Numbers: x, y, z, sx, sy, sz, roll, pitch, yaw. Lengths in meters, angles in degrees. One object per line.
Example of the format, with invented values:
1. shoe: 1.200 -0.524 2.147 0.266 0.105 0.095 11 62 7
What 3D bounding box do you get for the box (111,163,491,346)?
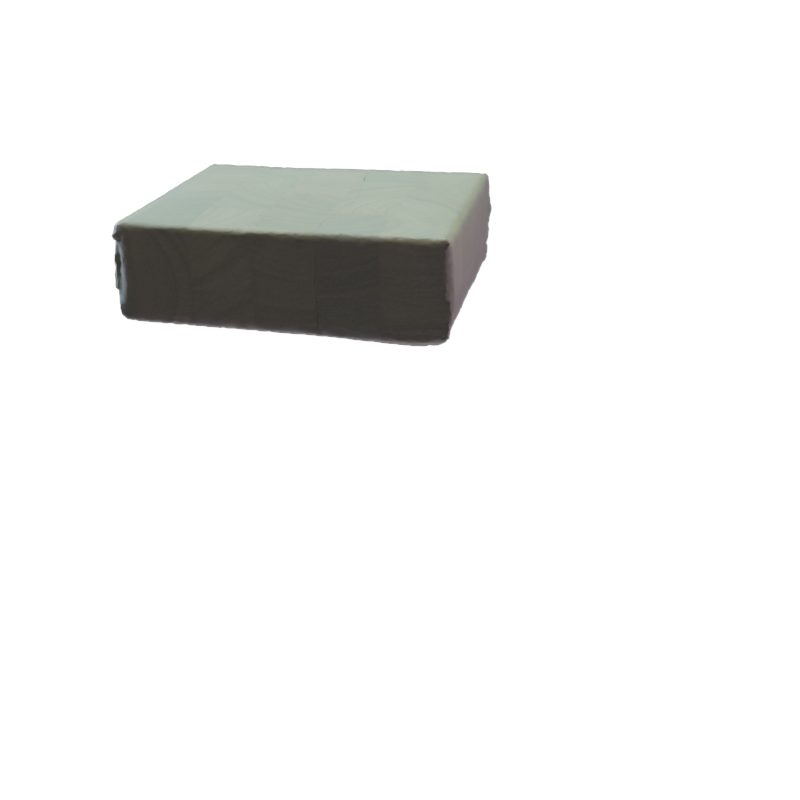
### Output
1. box: -0.030 -0.055 0.388 0.116 0.037 0.092 6 25 13
